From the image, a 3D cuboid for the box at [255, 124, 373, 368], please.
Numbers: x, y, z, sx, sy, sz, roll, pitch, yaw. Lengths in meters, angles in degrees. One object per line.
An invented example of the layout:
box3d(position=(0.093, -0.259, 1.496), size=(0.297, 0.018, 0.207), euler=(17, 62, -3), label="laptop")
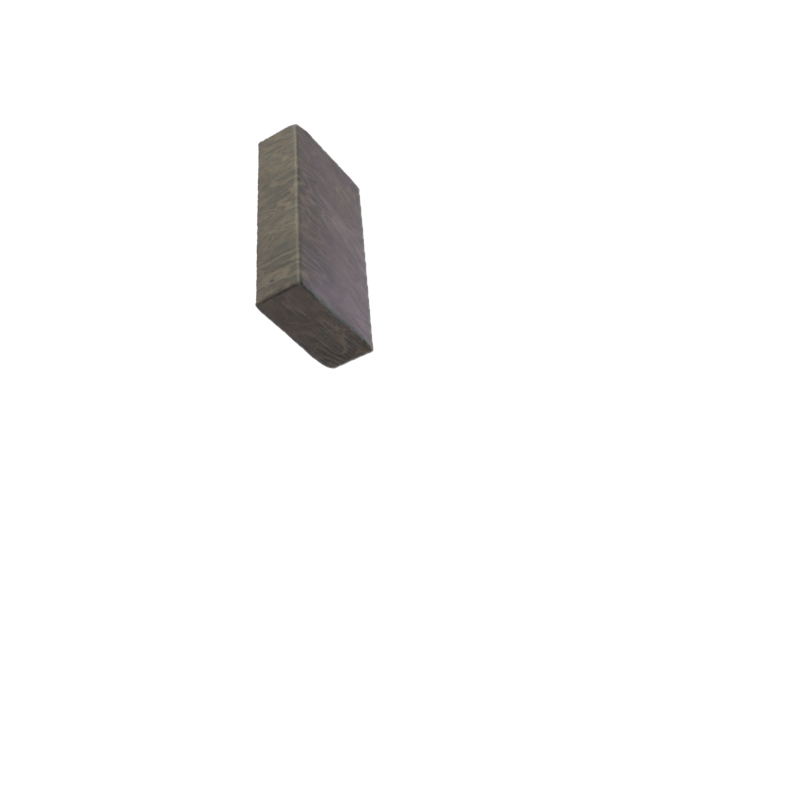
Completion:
box3d(position=(-0.065, -0.119, 0.833), size=(0.048, 0.189, 0.086), euler=(-25, -45, 24), label="box")
